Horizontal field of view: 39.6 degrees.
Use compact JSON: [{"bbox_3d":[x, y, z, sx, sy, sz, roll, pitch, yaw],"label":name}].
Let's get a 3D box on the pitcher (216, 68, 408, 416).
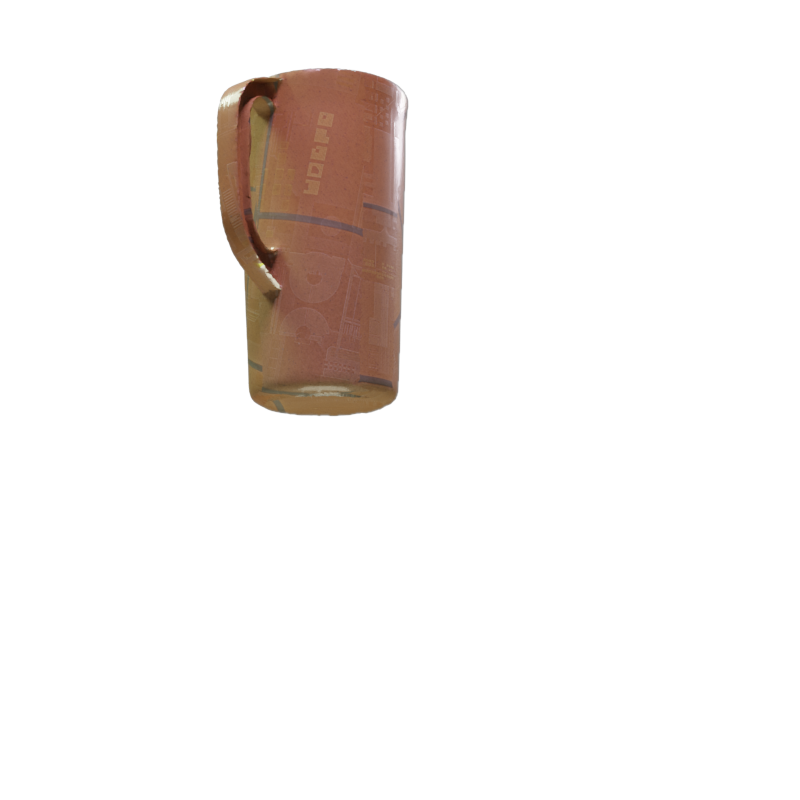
[{"bbox_3d":[-0.064,-0.118,0.824,0.148,0.253,0.141,1,-16,-8],"label":"pitcher"}]
